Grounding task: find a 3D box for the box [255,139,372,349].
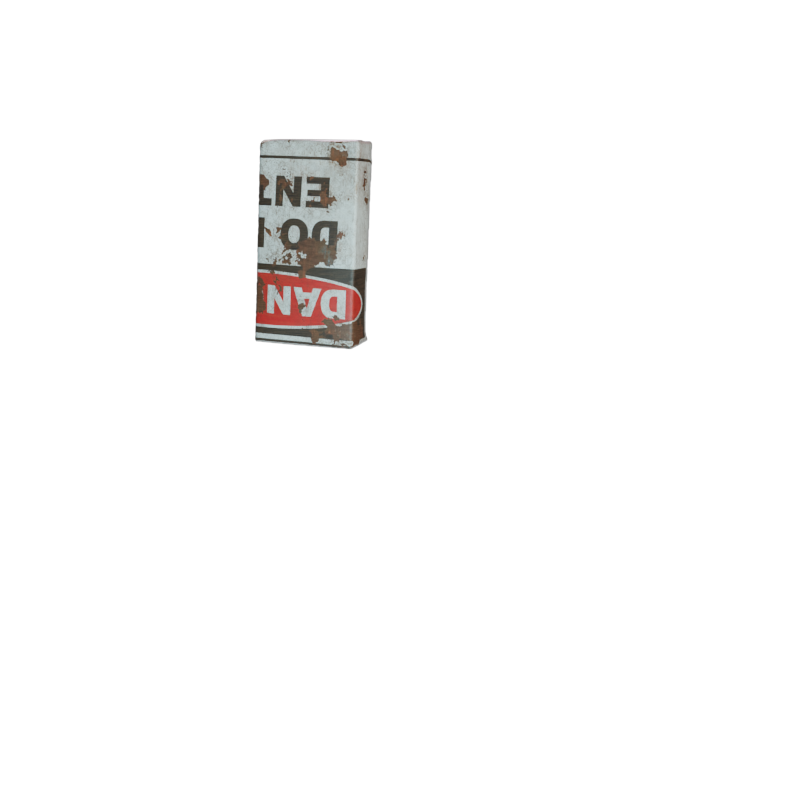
[{"bbox_3d":[-0.075,-0.137,0.956,0.096,0.174,0.047,3,6,20],"label":"box"}]
